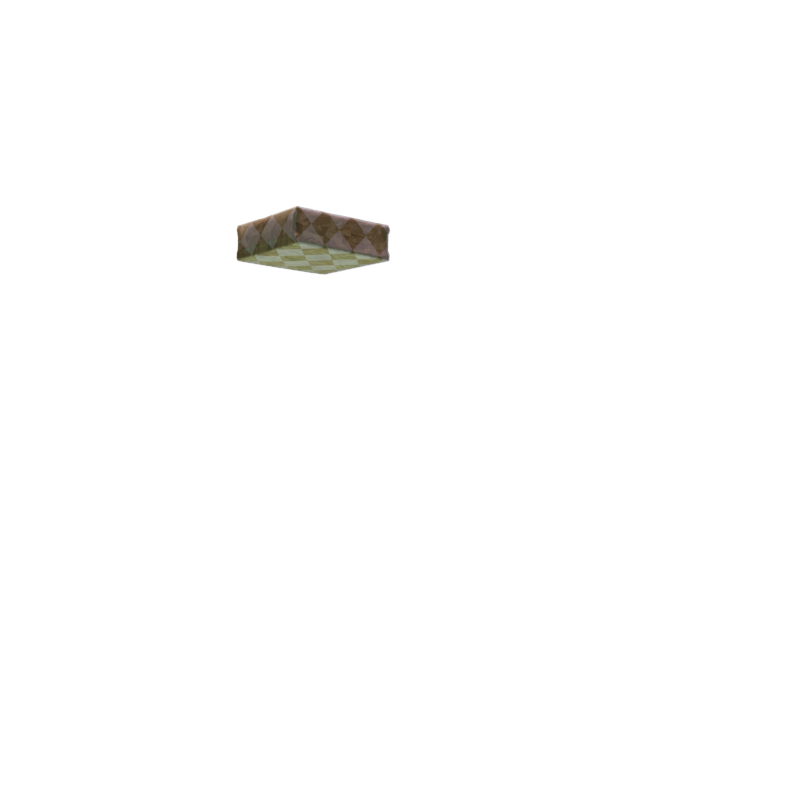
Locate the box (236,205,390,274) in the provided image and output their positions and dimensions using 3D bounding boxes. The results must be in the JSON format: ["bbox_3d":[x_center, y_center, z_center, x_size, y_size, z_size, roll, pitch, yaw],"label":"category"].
[{"bbox_3d":[-0.063,-0.116,0.810,0.085,0.031,0.075,5,-8,-40],"label":"box"}]
